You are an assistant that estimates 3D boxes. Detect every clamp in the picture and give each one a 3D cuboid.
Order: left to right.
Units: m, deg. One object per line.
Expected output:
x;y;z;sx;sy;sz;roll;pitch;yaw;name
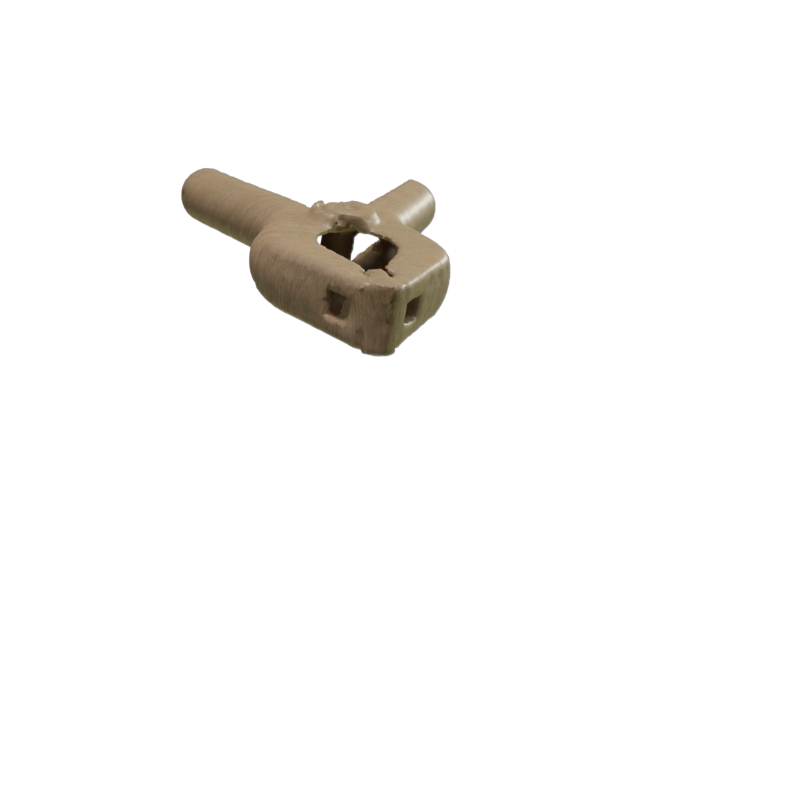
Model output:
-0.036;-0.066;0.463;0.120;0.038;0.180;-1;22;-4;clamp
